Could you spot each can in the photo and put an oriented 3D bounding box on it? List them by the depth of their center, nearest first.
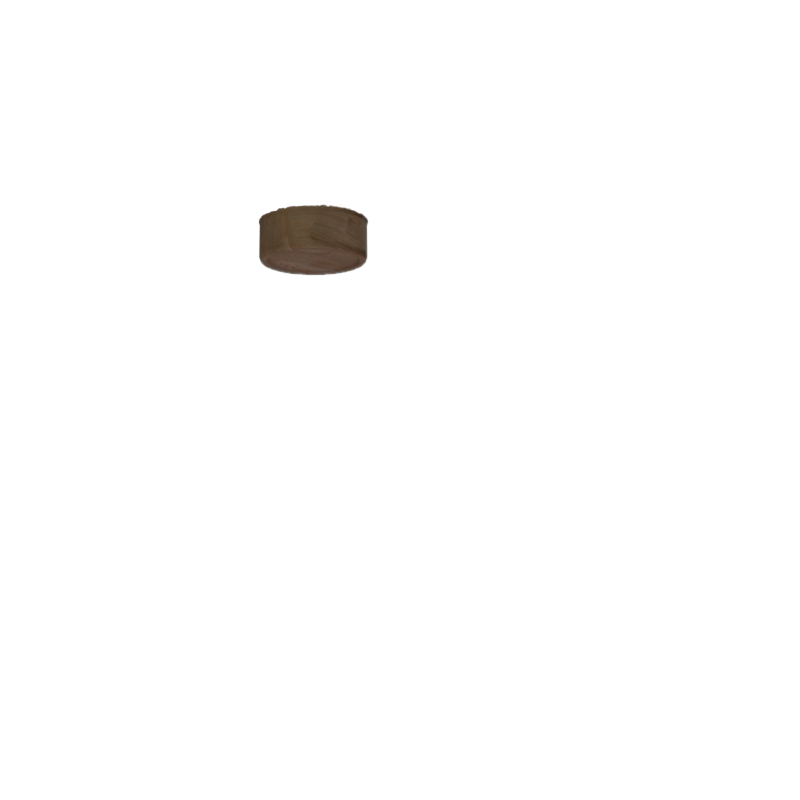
[{"bbox_3d":[-0.068,-0.124,0.865,0.086,0.035,0.083,0,-10,-2],"label":"can"}]
